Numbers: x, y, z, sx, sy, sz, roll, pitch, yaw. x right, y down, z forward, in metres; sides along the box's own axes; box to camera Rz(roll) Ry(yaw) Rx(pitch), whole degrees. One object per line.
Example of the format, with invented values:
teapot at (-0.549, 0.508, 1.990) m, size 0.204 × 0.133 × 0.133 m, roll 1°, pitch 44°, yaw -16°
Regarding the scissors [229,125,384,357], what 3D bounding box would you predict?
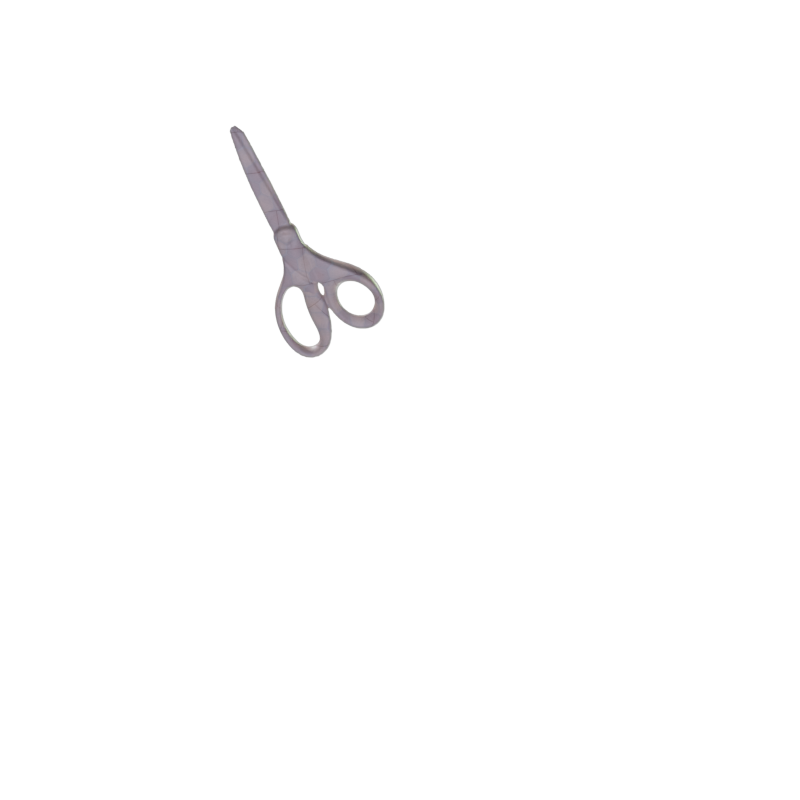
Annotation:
scissors at (-0.067, -0.121, 0.850) m, size 0.096 × 0.189 × 0.017 m, roll -6°, pitch 28°, yaw 3°
